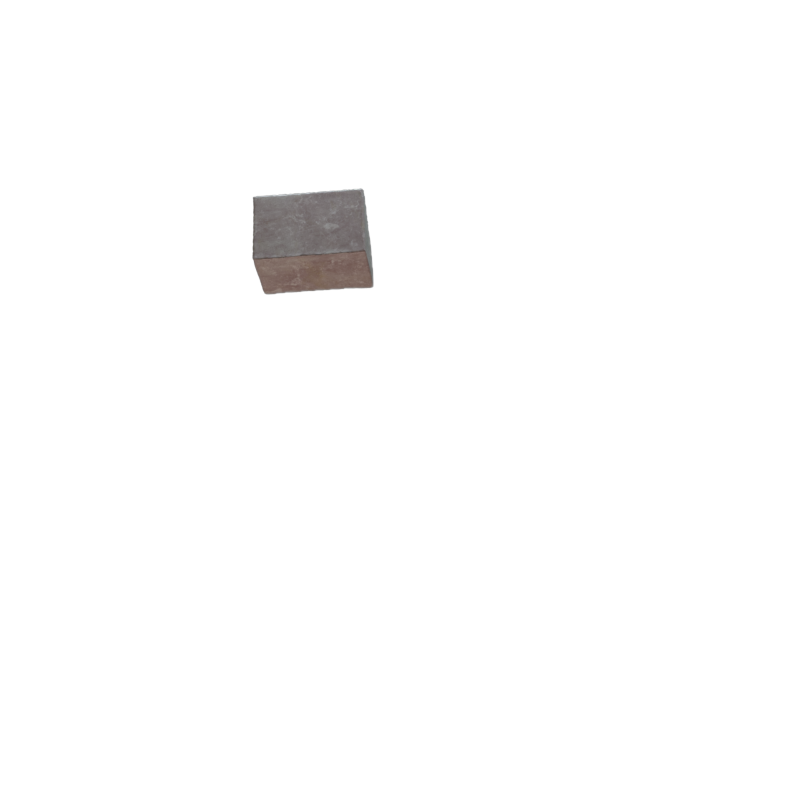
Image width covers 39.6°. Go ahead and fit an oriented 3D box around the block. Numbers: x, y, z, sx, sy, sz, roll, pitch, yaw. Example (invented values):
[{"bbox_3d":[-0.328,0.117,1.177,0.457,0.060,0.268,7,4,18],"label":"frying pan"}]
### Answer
[{"bbox_3d":[-0.059,-0.108,0.758,0.078,0.054,0.049,-3,-26,5],"label":"block"}]
